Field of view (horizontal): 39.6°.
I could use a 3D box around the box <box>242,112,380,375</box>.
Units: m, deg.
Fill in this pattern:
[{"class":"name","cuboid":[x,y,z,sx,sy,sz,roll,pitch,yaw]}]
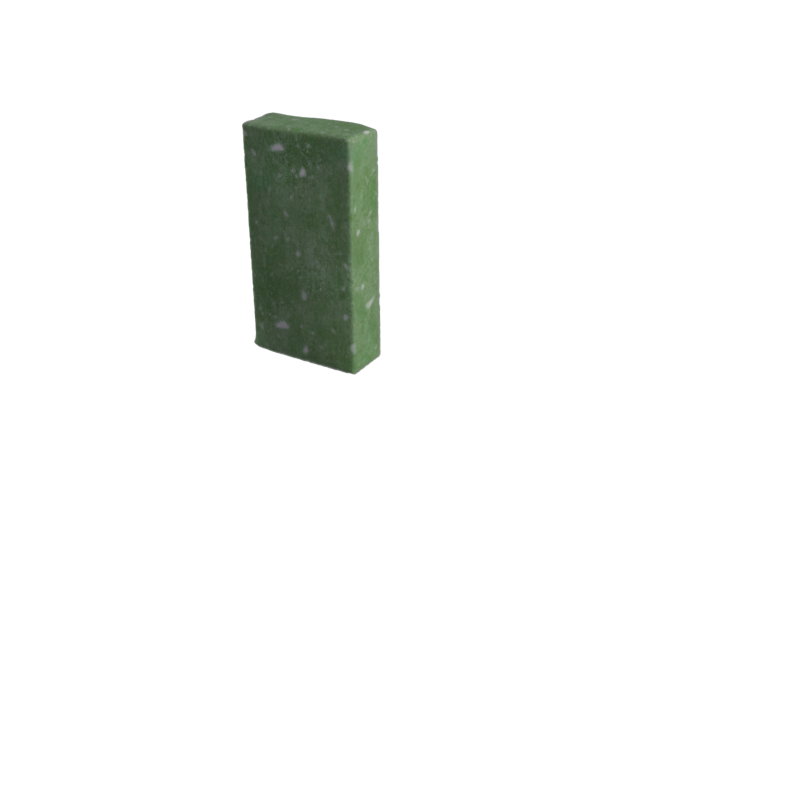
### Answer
[{"class":"box","cuboid":[-0.062,-0.114,0.800,0.098,0.168,0.048,14,24,30]}]
